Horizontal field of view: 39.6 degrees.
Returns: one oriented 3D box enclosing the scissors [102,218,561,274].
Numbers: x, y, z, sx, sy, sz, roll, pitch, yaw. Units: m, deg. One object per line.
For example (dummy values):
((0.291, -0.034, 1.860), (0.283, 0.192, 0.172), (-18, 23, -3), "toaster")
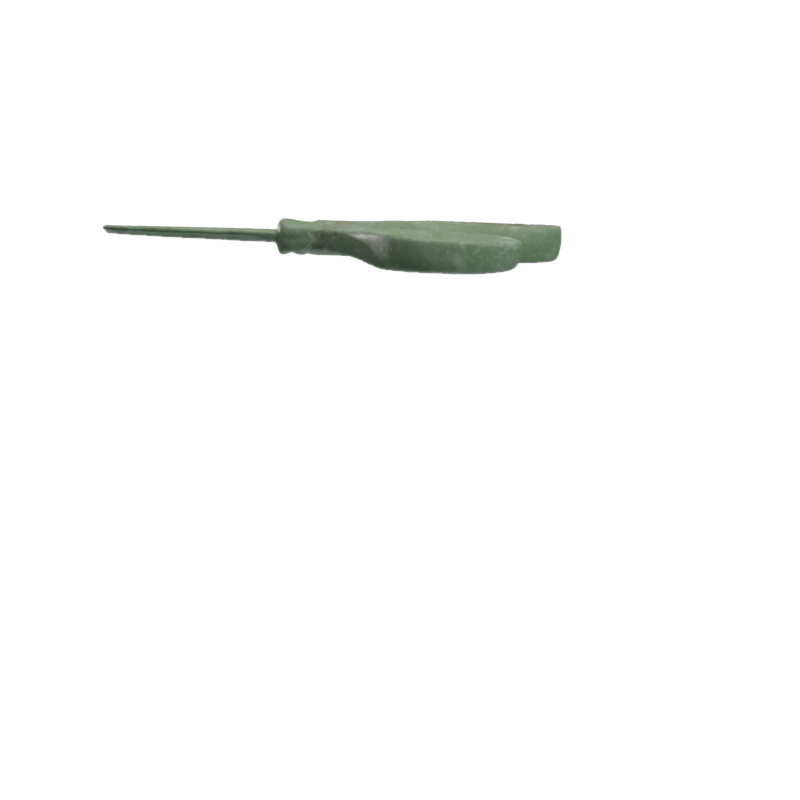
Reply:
((-0.035, -0.064, 0.452), (0.203, 0.015, 0.098), (1, 13, 5), "scissors")
